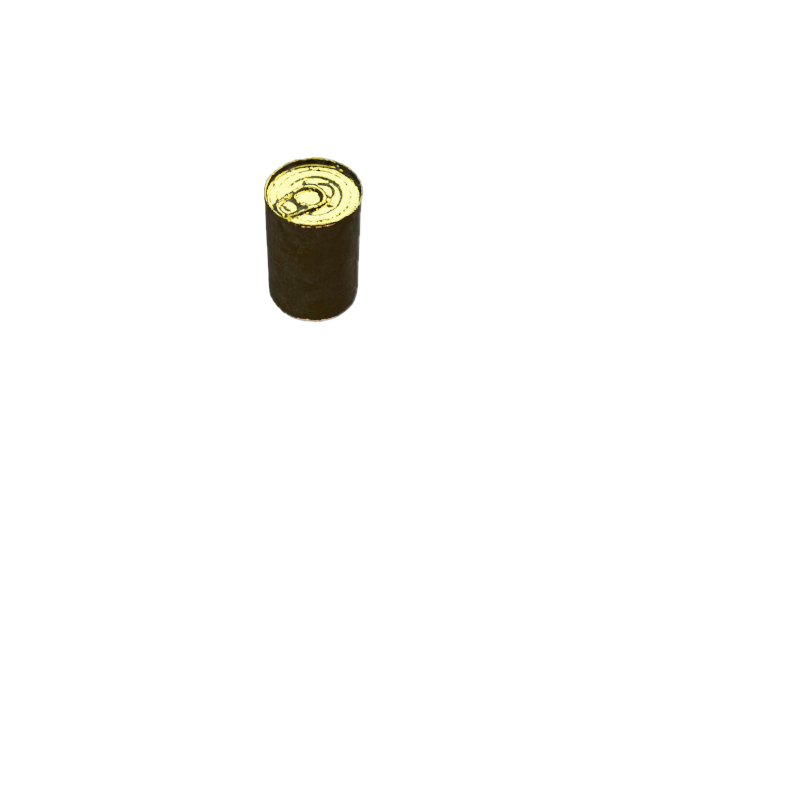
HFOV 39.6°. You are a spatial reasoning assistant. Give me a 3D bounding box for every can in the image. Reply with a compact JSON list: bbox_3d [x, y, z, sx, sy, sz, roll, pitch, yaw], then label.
[{"bbox_3d":[-0.062,-0.113,0.791,0.068,0.074,0.095,0,-40,-3],"label":"can"}]
